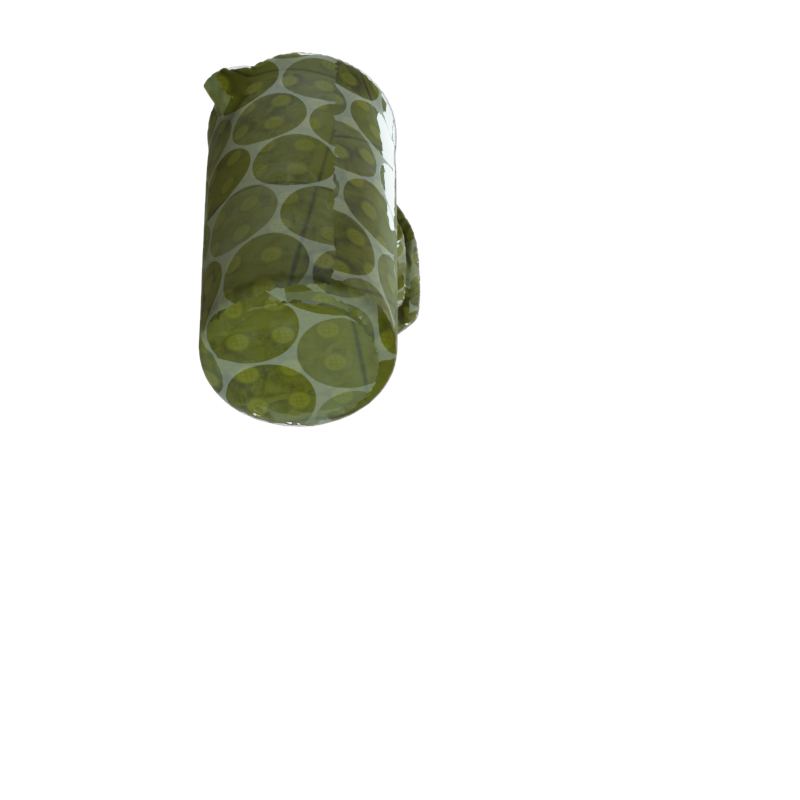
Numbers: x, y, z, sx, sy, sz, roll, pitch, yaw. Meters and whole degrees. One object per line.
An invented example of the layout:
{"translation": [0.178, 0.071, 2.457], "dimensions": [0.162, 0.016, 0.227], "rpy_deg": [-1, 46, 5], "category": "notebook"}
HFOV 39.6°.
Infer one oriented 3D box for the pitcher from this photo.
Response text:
{"translation": [-0.054, -0.099, 0.692], "dimensions": [0.149, 0.135, 0.261], "rpy_deg": [0, 41, -3], "category": "pitcher"}
